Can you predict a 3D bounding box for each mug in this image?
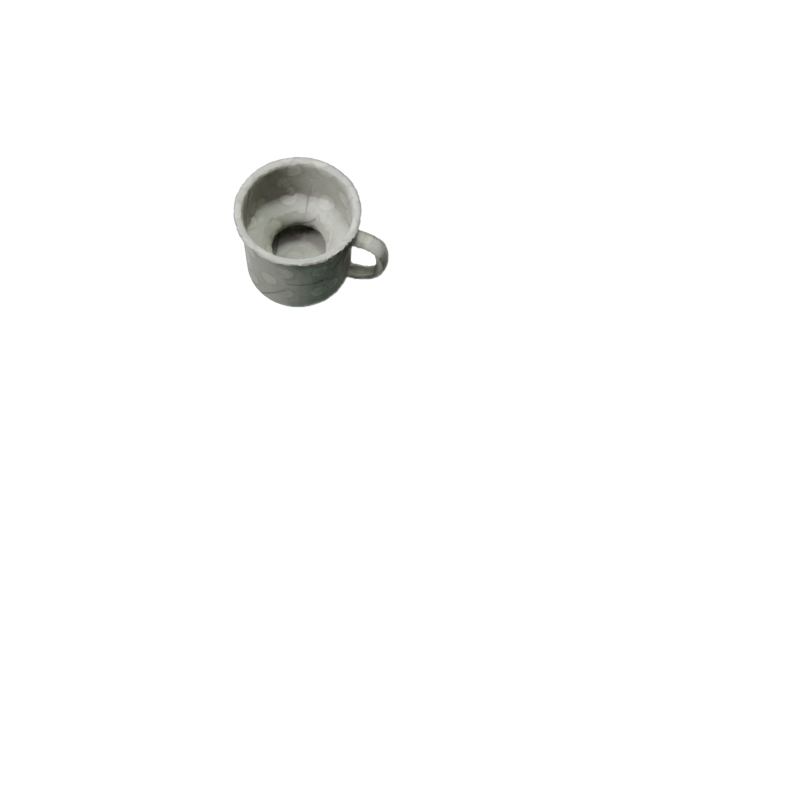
[{"bbox_3d":[-0.065,-0.119,0.834,0.119,0.098,0.077,15,-26,6],"label":"mug"}]
